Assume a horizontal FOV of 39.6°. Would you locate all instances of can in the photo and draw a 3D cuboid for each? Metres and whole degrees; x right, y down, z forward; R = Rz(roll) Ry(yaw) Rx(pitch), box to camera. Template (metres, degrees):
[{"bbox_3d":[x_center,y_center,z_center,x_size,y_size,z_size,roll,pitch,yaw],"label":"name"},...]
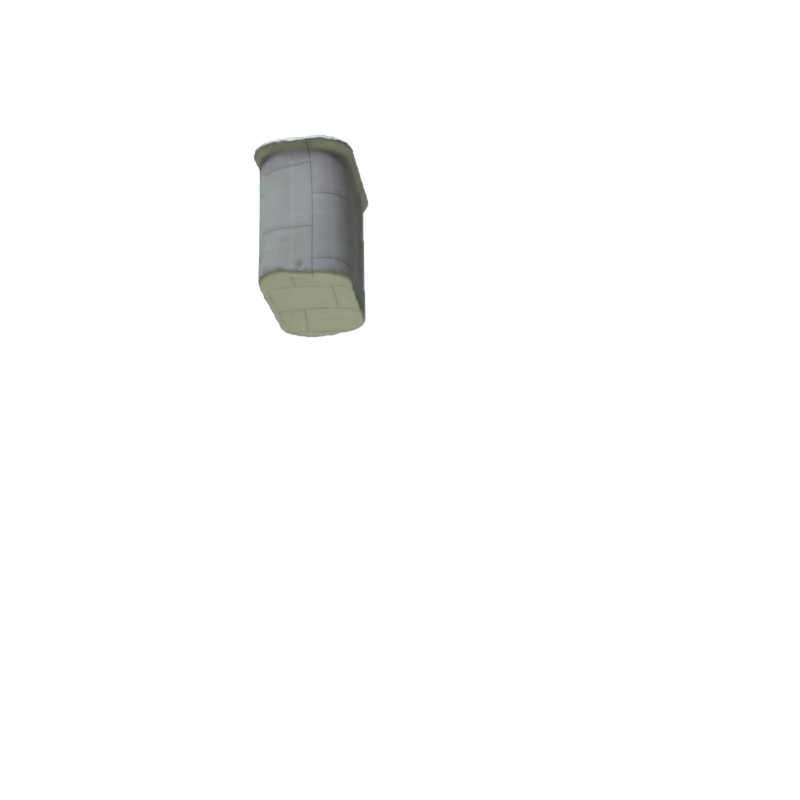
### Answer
[{"bbox_3d":[-0.051,-0.093,0.648,0.058,0.088,0.096,-4,-21,6],"label":"can"}]
